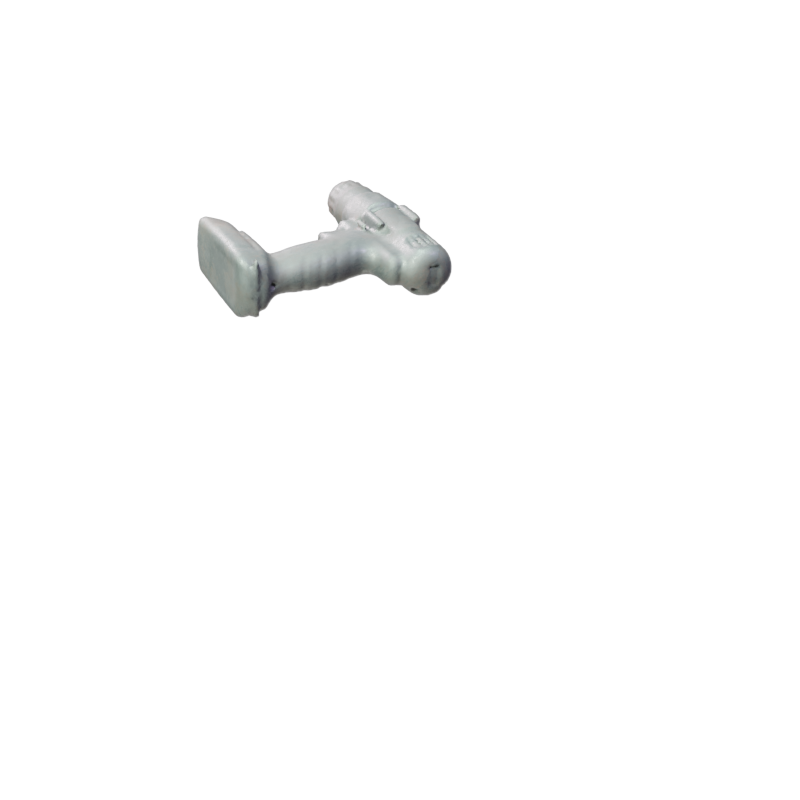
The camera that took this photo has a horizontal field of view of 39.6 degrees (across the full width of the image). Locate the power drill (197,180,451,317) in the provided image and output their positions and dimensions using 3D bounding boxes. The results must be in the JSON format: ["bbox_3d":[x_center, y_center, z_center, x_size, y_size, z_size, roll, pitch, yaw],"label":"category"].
[{"bbox_3d":[-0.074,-0.136,0.950,0.184,0.054,0.198,-14,33,-22],"label":"power drill"}]
